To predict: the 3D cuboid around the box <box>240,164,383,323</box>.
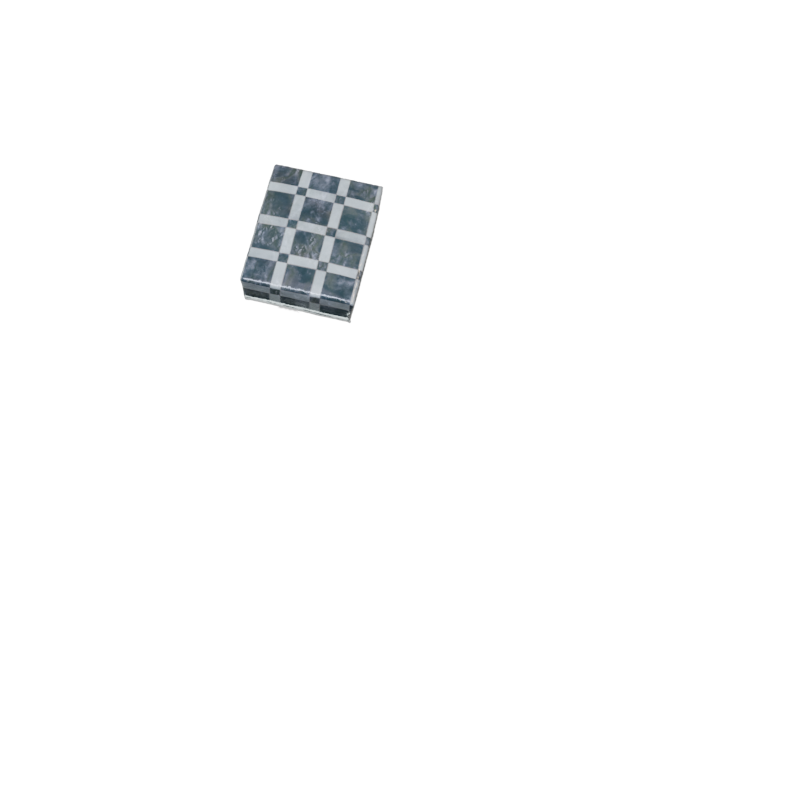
[{"bbox_3d":[-0.069,-0.125,0.874,0.091,0.119,0.037,11,-26,5],"label":"box"}]
